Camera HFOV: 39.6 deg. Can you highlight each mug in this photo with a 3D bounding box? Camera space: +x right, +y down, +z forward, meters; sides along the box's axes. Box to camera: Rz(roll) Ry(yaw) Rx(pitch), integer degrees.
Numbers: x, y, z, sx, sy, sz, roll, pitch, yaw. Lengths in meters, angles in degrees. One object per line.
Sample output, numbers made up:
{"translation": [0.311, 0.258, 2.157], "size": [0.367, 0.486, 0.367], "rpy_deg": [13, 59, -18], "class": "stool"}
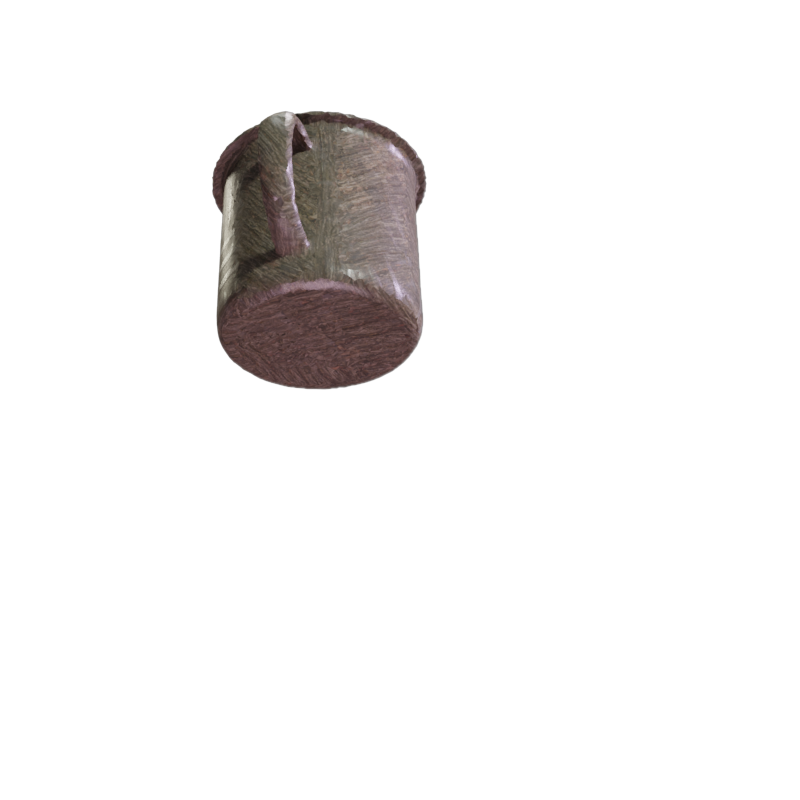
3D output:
{"translation": [-0.035, -0.064, 0.448], "size": [0.094, 0.087, 0.108], "rpy_deg": [-6, -34, 7], "class": "mug"}
